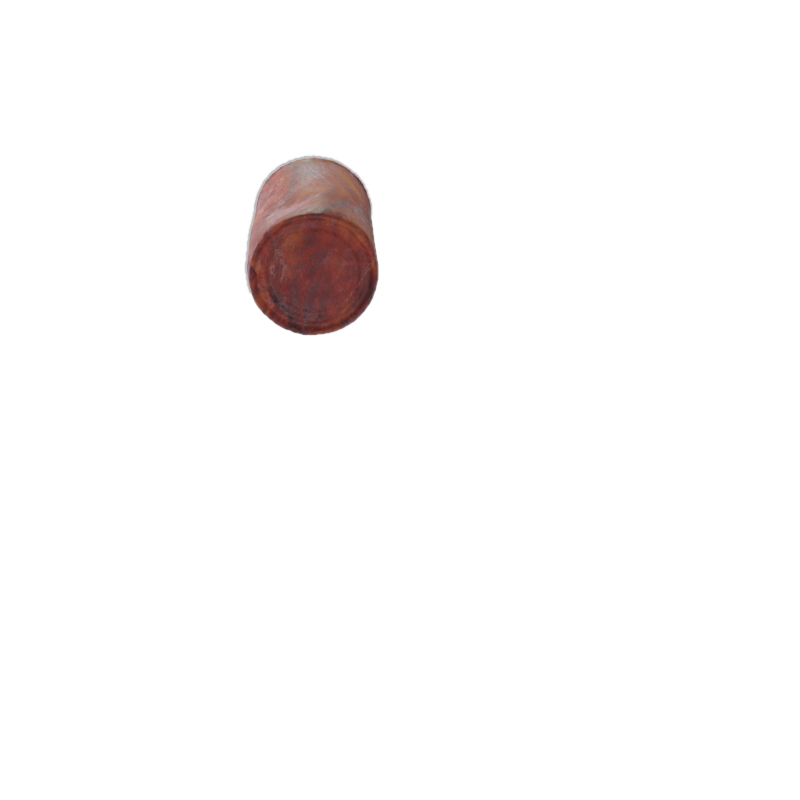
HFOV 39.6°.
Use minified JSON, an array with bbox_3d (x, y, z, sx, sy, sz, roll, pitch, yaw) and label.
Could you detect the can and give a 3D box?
[{"bbox_3d":[-0.047,-0.085,0.598,0.068,0.065,0.108,0,25,-3],"label":"can"}]
